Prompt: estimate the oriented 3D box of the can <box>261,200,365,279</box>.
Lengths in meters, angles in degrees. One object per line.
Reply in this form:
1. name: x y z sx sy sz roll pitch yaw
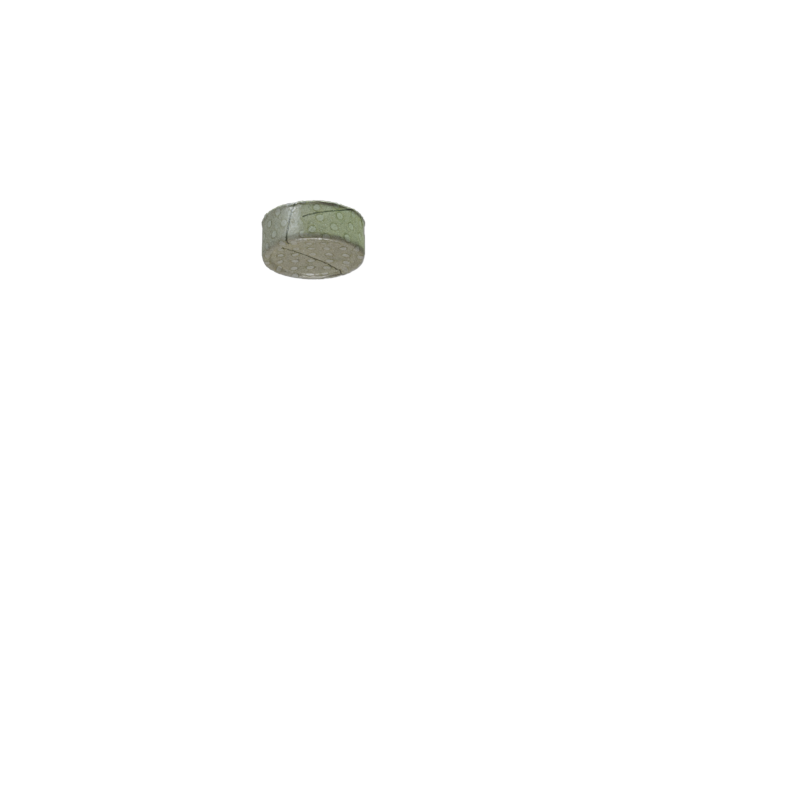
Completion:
1. can: -0.071 -0.130 0.909 0.086 0.035 0.082 0 -19 -2
